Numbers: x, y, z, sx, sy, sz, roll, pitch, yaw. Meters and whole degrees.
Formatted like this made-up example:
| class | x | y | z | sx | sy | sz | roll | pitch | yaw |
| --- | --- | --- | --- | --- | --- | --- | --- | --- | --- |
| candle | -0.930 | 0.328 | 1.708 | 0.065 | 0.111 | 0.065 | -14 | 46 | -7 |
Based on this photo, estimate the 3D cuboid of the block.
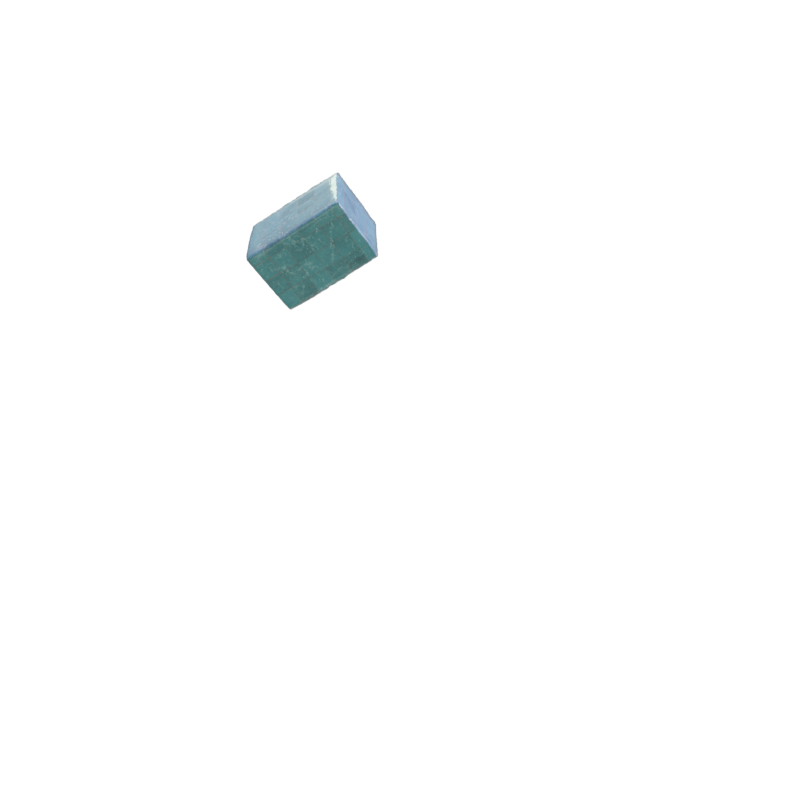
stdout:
| class | x | y | z | sx | sy | sz | roll | pitch | yaw |
| --- | --- | --- | --- | --- | --- | --- | --- | --- | --- |
| block | -0.061 | -0.112 | 0.782 | 0.078 | 0.050 | 0.054 | -30 | 27 | 15 |
